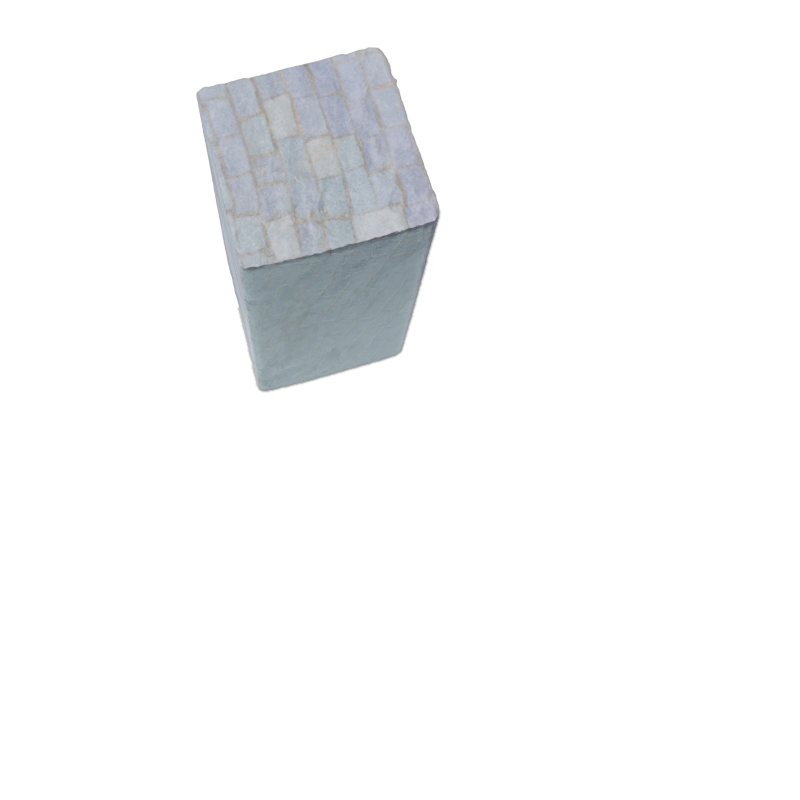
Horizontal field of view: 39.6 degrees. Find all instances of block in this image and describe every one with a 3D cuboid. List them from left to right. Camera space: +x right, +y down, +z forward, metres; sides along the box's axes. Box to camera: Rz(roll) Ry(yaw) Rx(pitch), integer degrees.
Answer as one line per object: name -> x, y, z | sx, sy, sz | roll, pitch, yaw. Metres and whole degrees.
block -> -0.044, -0.082, 0.573 | 0.090, 0.095, 0.198 | -15, -15, -8
